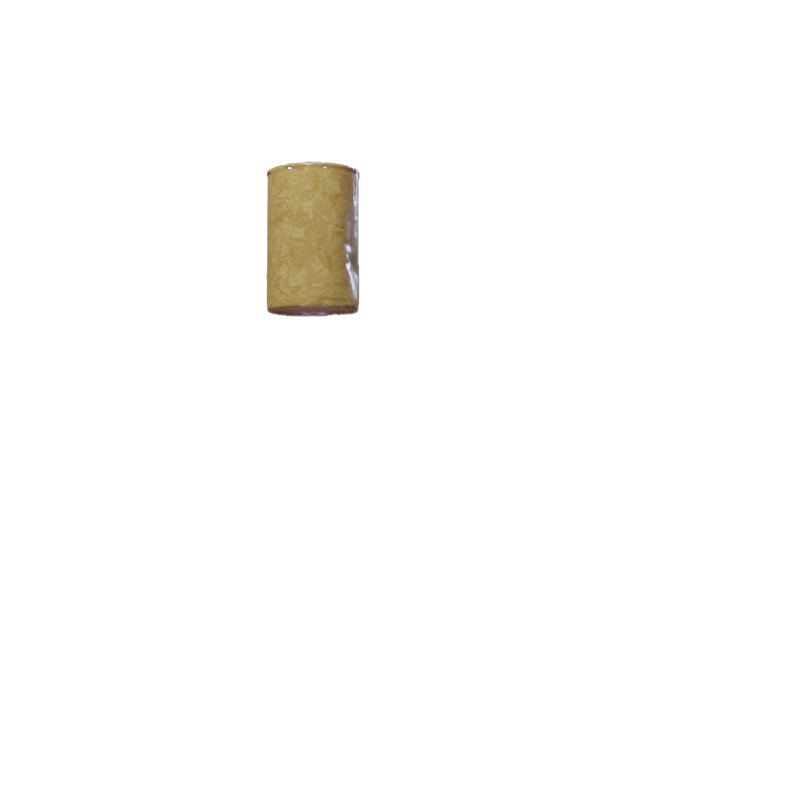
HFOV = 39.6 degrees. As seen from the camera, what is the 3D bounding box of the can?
[{"bbox_3d":[-0.063,-0.114,0.799,0.068,0.104,0.067,0,-7,-2],"label":"can"}]
